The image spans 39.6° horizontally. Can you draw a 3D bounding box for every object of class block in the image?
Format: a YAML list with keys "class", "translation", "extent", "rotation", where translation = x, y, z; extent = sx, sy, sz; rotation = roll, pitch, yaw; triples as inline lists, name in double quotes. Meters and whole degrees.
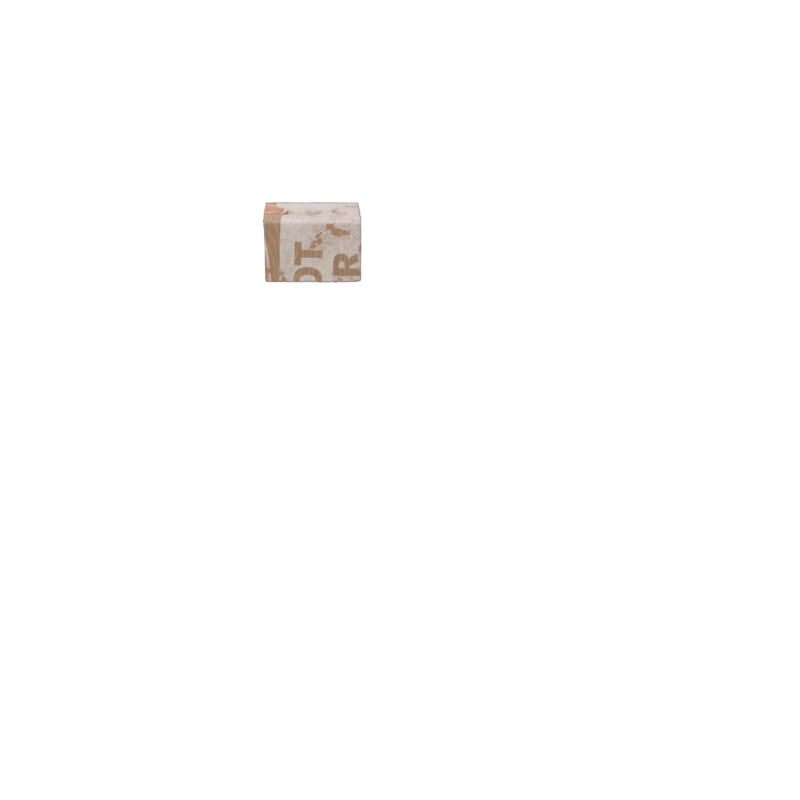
- class: "block"
  translation: [-0.069, -0.125, 0.879]
  extent: [0.078, 0.049, 0.055]
  rotation: [0, 22, -2]
